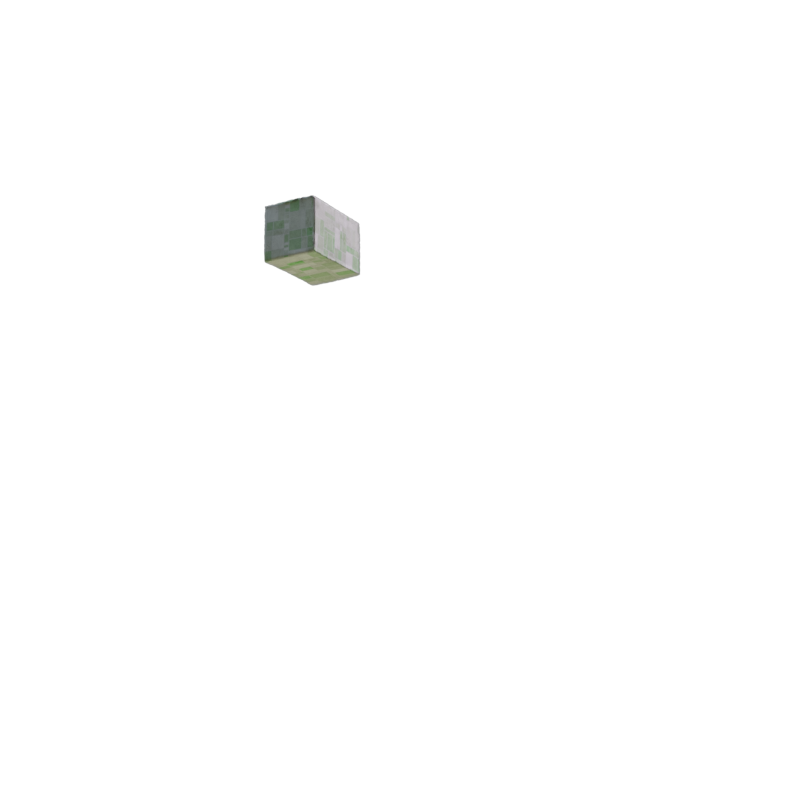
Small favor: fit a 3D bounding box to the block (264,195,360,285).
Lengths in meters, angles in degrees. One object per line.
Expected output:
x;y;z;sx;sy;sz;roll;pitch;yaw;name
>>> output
-0.075;-0.137;0.961;0.054;0.053;0.073;-10;-18;28;block
